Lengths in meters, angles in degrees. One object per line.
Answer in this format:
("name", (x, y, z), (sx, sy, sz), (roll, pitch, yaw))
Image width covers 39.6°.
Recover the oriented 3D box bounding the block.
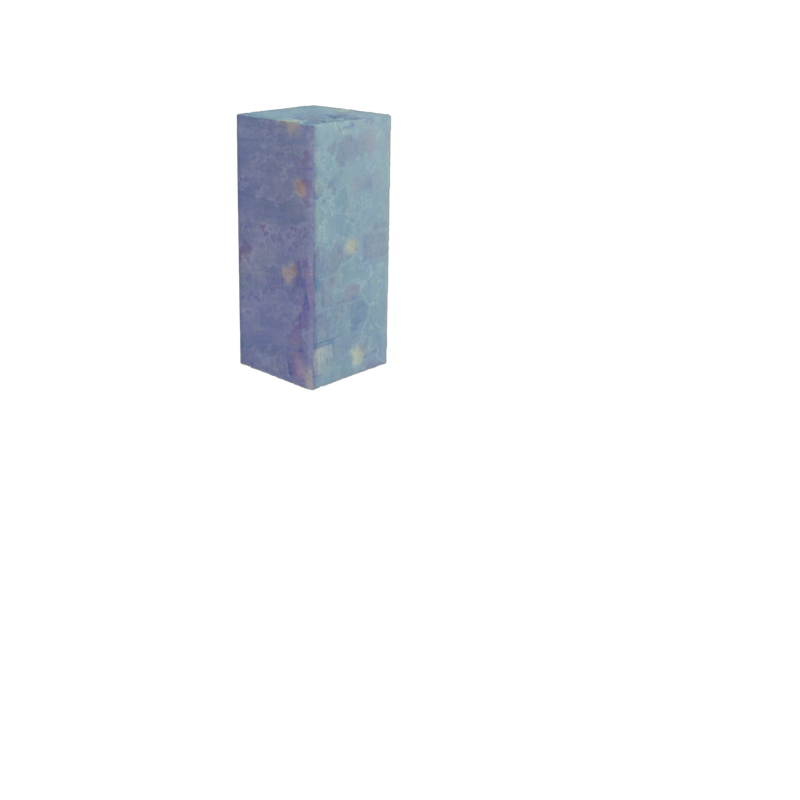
("block", (-0.070, -0.127, 0.891), (0.095, 0.199, 0.089), (15, 21, 41))
